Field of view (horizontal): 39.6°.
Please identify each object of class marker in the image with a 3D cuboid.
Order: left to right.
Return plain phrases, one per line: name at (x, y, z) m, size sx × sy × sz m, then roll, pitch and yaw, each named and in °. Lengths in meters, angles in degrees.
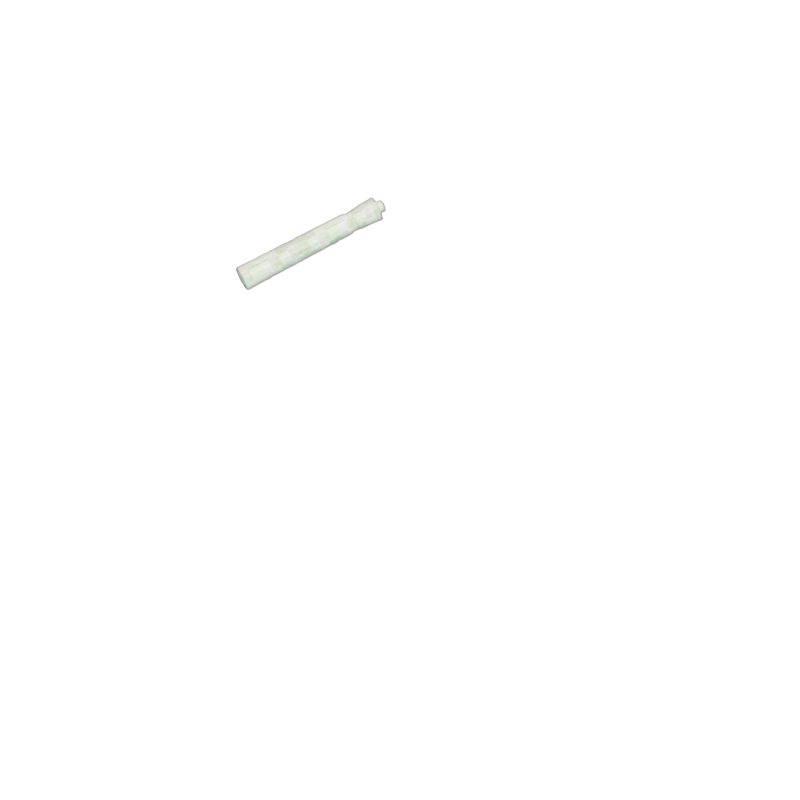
marker at (-0.064, -0.117, 0.822) m, size 0.121 × 0.019 × 0.020 m, roll -29°, pitch 11°, yaw -11°
